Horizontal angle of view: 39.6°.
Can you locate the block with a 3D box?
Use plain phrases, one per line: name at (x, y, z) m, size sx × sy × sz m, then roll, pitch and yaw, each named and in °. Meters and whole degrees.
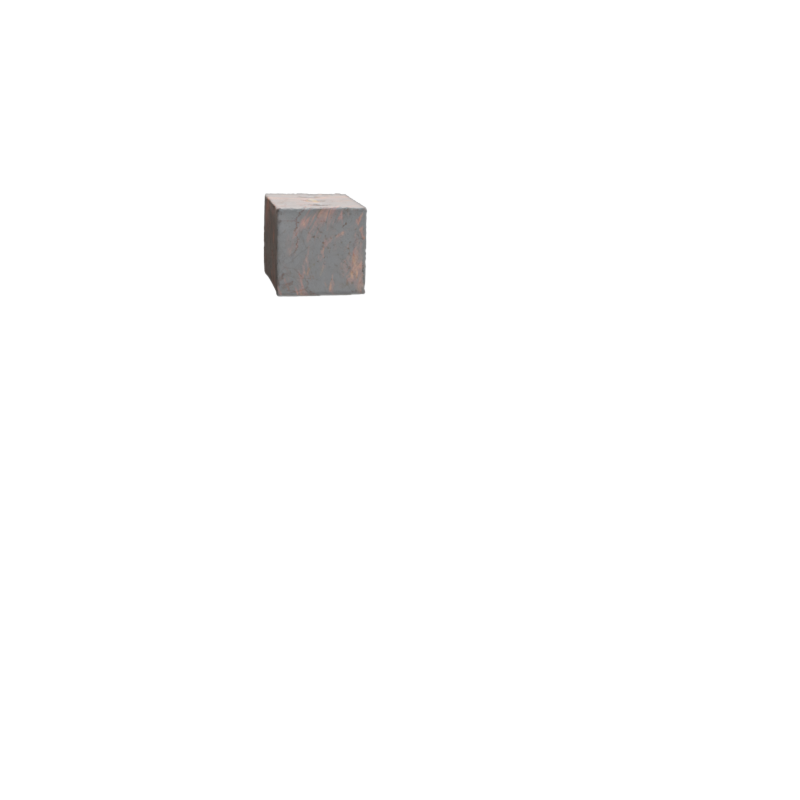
block at (-0.051, -0.094, 0.658) m, size 0.052 × 0.050 × 0.081 m, roll -2°, pitch 14°, yaw -11°
